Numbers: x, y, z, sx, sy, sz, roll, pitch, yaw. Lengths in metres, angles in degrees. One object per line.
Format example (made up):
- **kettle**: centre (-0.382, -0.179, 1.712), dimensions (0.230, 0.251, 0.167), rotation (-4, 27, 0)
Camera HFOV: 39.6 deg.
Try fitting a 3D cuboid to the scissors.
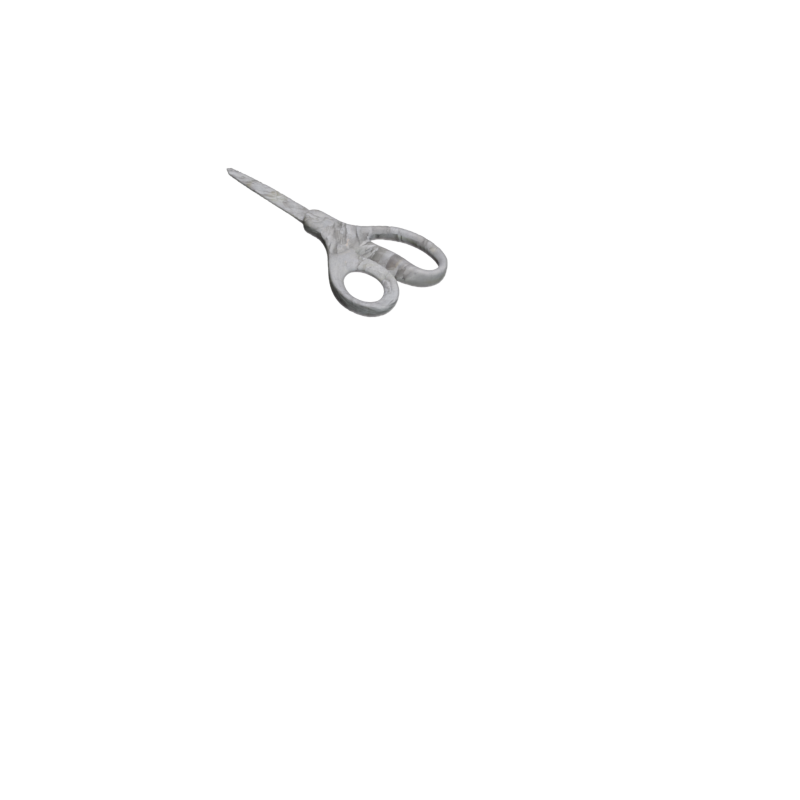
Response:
- **scissors**: centre (-0.065, -0.119, 0.831), dimensions (0.209, 0.015, 0.099), rotation (20, 50, 18)
